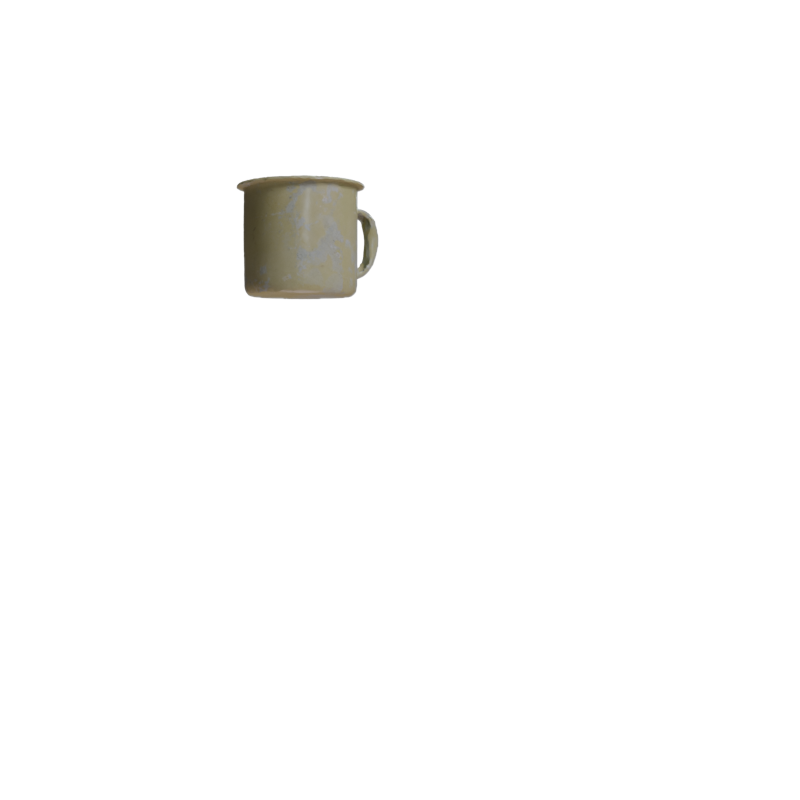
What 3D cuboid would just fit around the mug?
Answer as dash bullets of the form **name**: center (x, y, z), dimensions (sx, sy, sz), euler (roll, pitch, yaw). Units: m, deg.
- **mug**: center (-0.063, -0.116, 0.810), dimensions (0.112, 0.082, 0.096), euler (0, -1, -43)
